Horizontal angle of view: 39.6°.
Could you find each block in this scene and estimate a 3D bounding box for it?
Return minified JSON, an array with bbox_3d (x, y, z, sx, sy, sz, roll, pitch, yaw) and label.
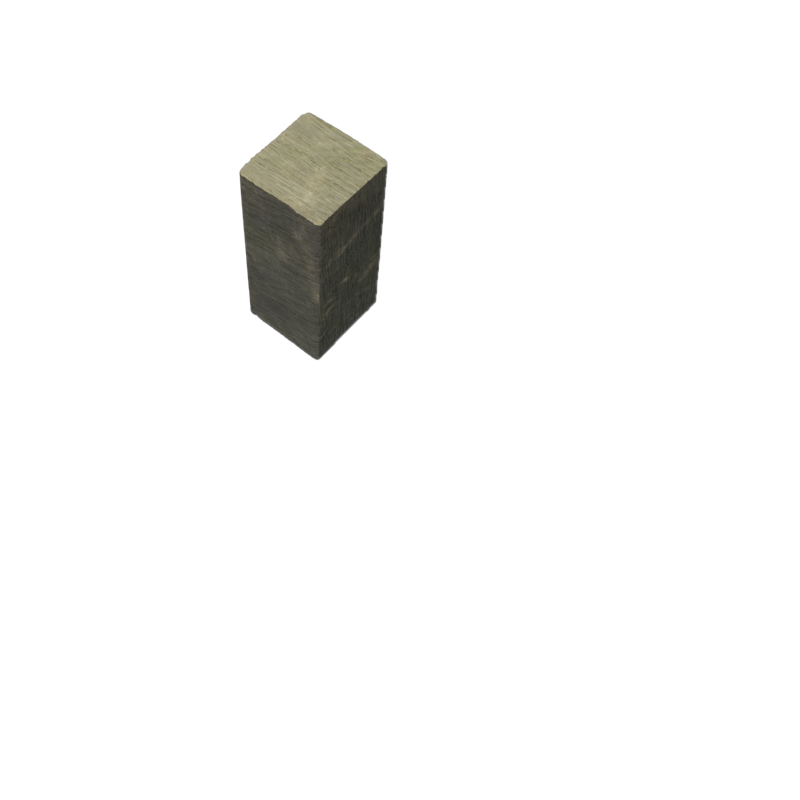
[{"bbox_3d":[-0.077,-0.140,0.978,0.094,0.092,0.193,36,-27,17],"label":"block"}]
